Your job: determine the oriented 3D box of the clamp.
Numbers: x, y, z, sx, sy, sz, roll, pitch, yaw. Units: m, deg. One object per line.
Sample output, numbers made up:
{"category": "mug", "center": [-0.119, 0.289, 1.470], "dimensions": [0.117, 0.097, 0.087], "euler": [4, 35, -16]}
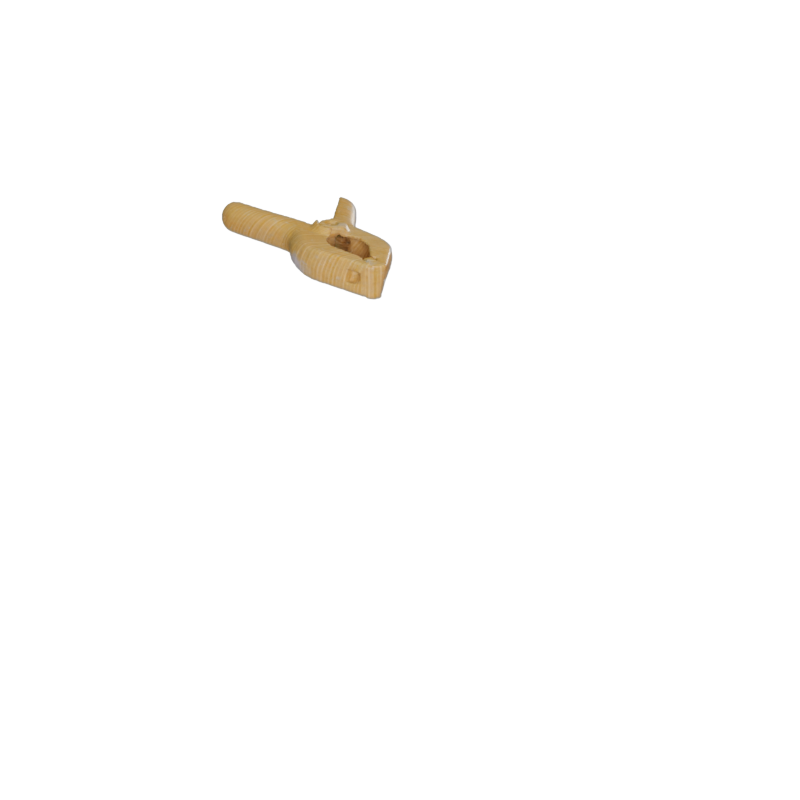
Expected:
{"category": "clamp", "center": [-0.069, -0.125, 0.876], "dimensions": [0.118, 0.037, 0.183], "euler": [-9, 27, -18]}
